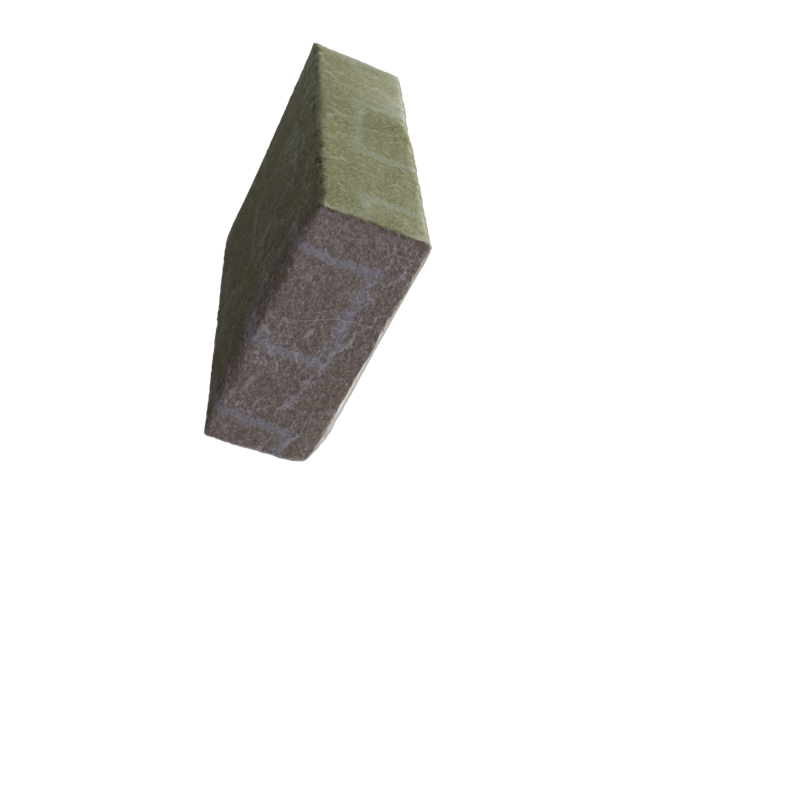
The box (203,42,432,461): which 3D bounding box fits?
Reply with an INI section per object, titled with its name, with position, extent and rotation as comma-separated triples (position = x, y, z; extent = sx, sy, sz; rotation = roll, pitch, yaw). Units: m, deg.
[box]
position = -0.053, -0.096, 0.671
extent = 0.070, 0.158, 0.229
rotation = 20, 33, -18
